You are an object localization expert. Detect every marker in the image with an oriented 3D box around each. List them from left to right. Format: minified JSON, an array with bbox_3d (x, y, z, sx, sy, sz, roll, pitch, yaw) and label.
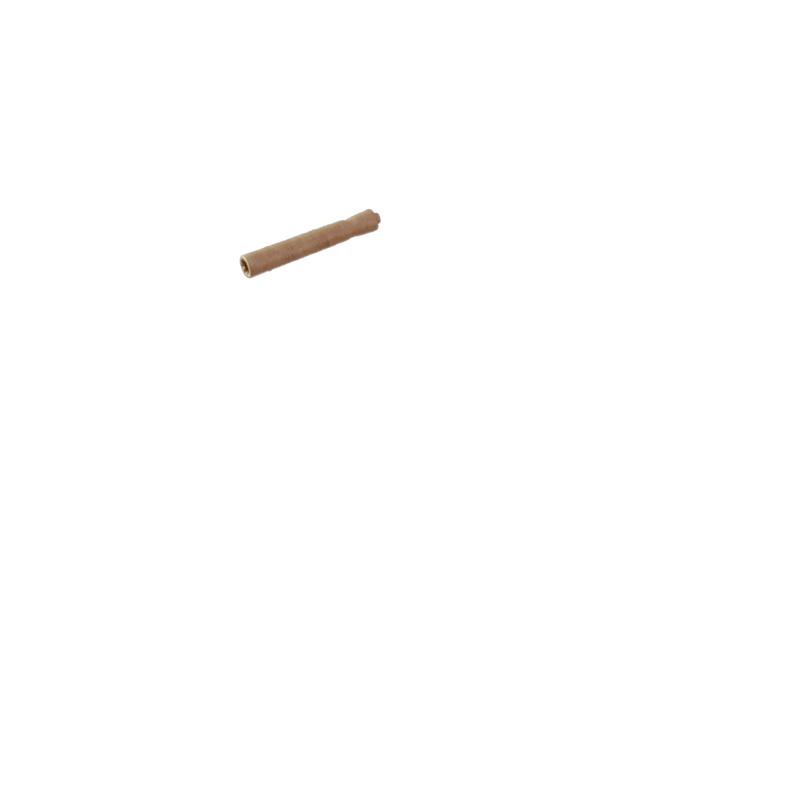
[{"bbox_3d":[-0.068,-0.123,0.864,0.120,0.019,0.020,-24,14,-23],"label":"marker"}]
